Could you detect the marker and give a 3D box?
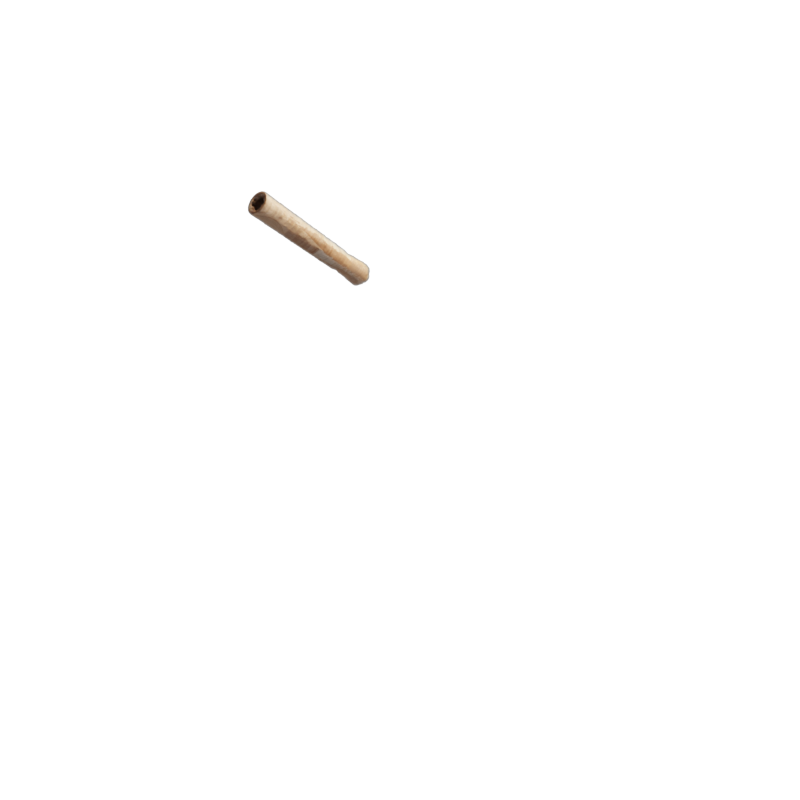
[{"bbox_3d":[-0.064,-0.116,0.816,0.021,0.020,0.113,4,-21,47],"label":"marker"}]
